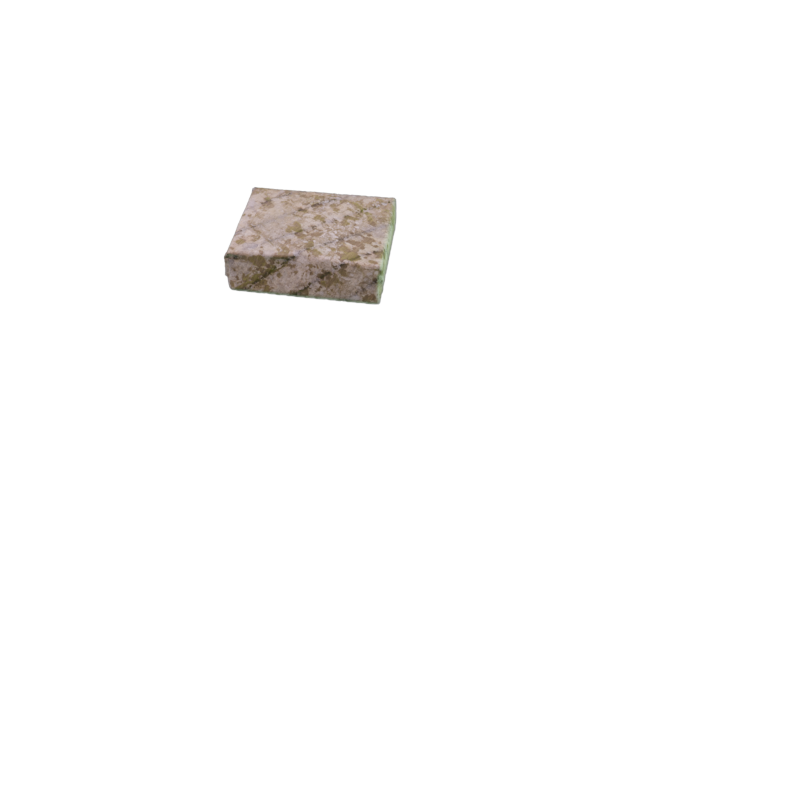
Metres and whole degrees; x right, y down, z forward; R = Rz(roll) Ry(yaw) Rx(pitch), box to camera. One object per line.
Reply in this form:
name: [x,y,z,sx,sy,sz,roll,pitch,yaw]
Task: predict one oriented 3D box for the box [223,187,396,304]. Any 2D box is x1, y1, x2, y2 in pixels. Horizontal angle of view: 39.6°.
box: [-0.050,-0.091,0.640,0.090,0.028,0.077,6,39,7]
